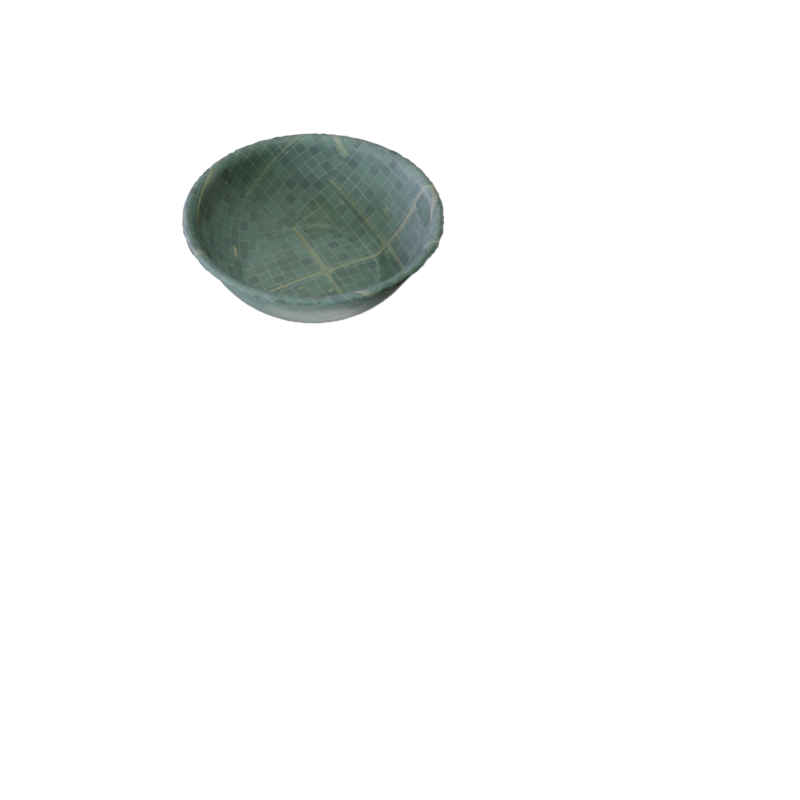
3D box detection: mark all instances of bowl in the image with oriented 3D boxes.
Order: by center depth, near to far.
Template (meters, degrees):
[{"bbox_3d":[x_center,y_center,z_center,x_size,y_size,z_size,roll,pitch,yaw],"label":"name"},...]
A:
[{"bbox_3d":[-0.055,-0.100,0.700,0.162,0.174,0.051,-1,-43,-1],"label":"bowl"}]
